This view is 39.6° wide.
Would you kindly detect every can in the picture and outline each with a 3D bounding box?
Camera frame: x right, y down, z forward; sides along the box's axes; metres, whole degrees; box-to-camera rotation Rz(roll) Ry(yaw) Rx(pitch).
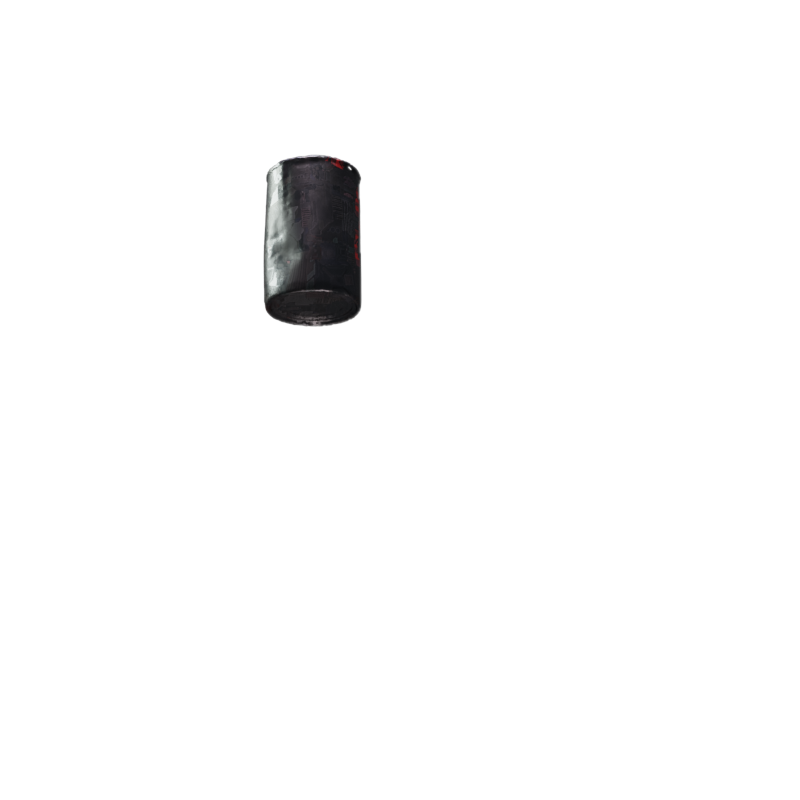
[{"bbox_3d":[-0.060,-0.110,0.772,0.068,0.108,0.065,0,-23,-2],"label":"can"}]
